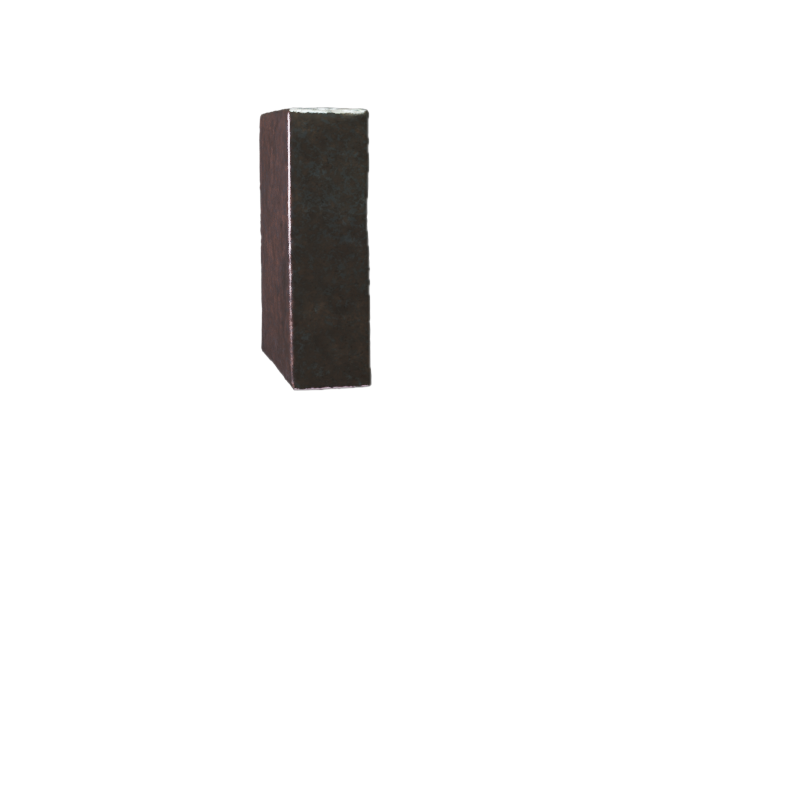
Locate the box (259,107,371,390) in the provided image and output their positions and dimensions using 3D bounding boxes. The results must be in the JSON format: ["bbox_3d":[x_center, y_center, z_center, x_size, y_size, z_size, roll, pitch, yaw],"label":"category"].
[{"bbox_3d":[-0.071,-0.130,0.909,0.071,0.211,0.170,-1,8,-14],"label":"box"}]
